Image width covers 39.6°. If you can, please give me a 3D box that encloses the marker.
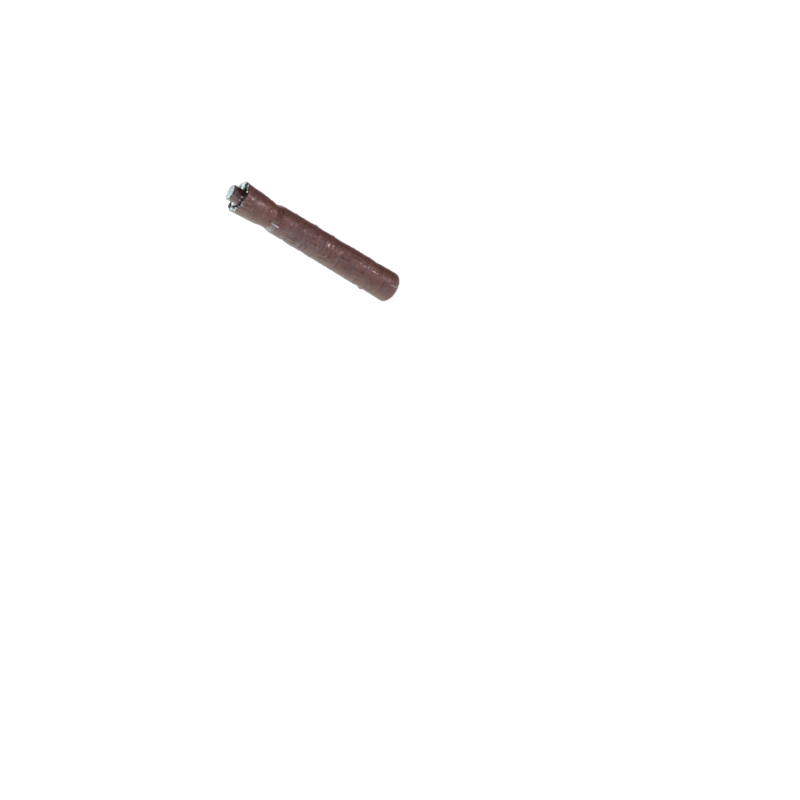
[{"bbox_3d":[-0.050,-0.092,0.641,0.114,0.020,0.020,28,-12,-29],"label":"marker"}]
